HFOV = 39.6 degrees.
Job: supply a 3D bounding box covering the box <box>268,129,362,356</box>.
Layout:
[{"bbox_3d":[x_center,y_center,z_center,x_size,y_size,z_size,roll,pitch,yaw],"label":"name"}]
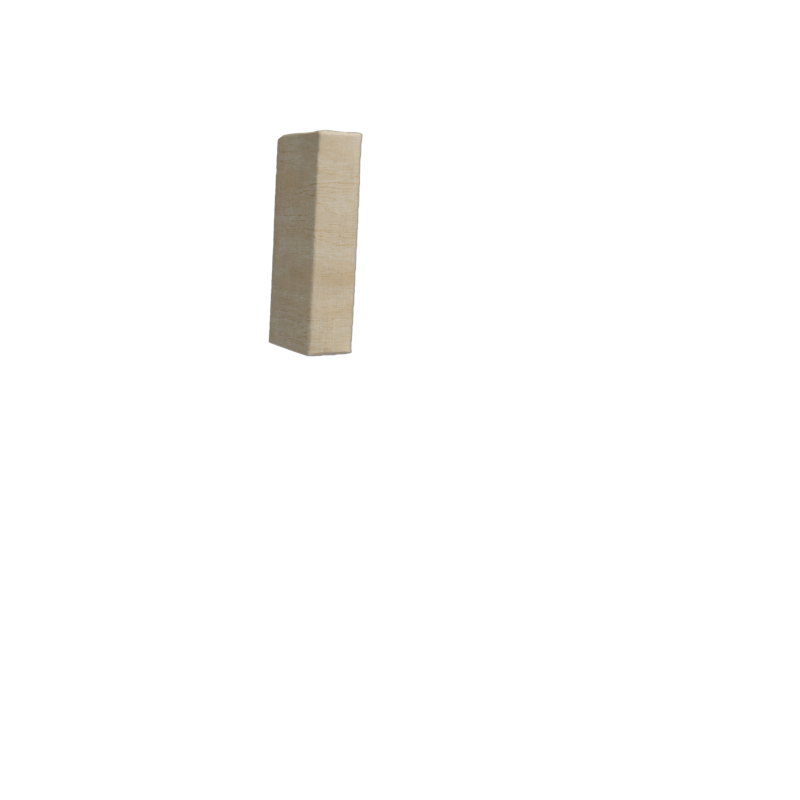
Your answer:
[{"bbox_3d":[-0.071,-0.128,0.900,0.047,0.175,0.097,-1,4,-26],"label":"box"}]
